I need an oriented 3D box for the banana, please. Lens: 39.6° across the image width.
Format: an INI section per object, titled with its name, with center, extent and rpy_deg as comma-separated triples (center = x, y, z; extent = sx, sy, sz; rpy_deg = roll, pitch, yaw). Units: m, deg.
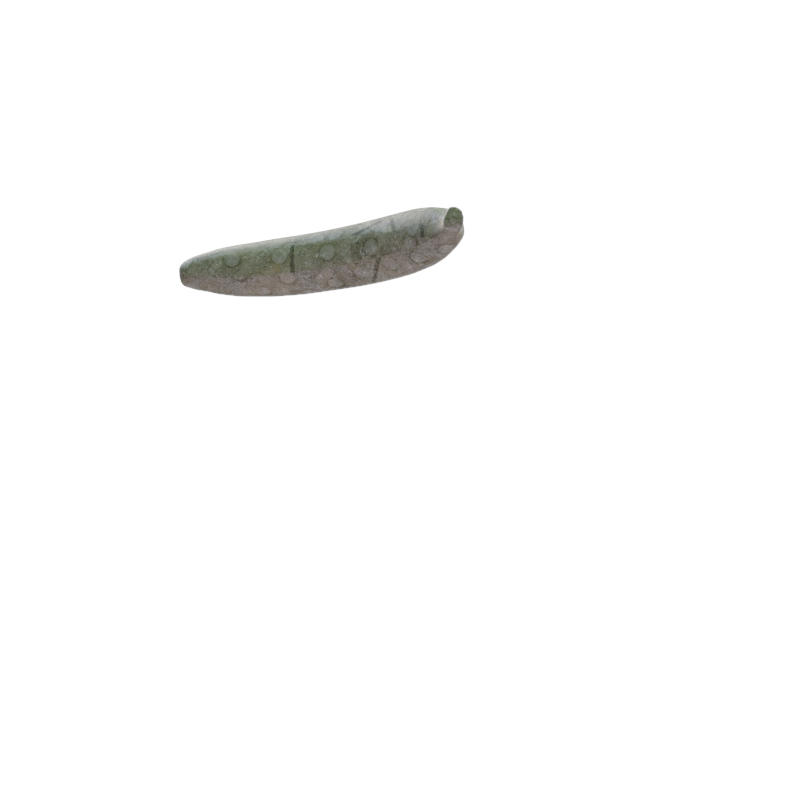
[banana]
center = -0.040, -0.091, 0.676
extent = 0.202, 0.038, 0.065
rpy_deg = -9, -19, 29
